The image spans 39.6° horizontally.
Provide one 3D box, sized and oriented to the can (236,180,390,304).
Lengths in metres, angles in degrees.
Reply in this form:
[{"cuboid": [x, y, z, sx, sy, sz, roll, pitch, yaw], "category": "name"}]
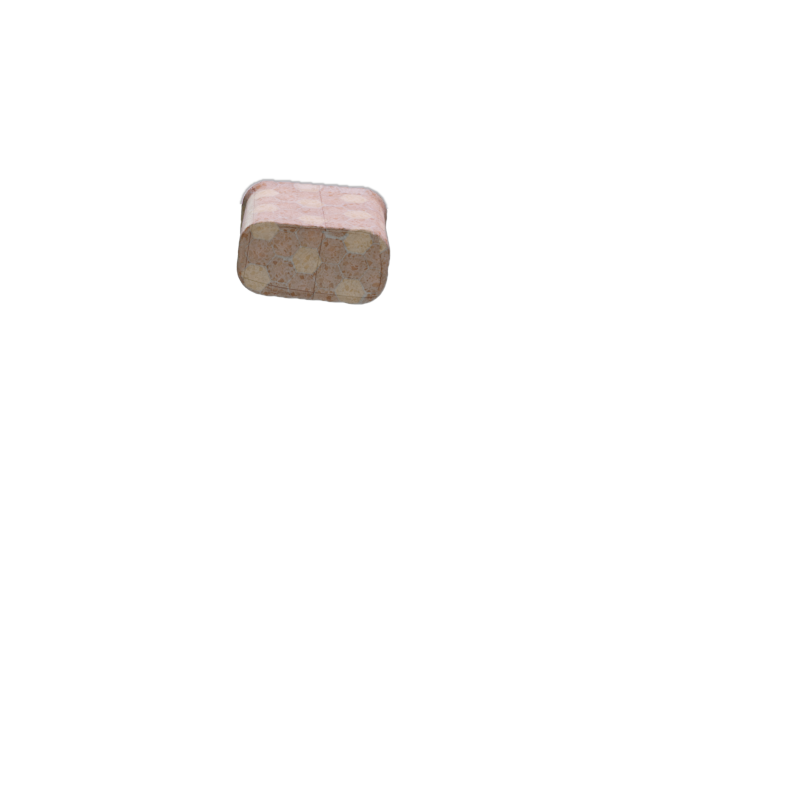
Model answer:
[{"cuboid": [-0.057, -0.105, 0.736, 0.101, 0.055, 0.088, 4, 24, -4], "category": "can"}]
